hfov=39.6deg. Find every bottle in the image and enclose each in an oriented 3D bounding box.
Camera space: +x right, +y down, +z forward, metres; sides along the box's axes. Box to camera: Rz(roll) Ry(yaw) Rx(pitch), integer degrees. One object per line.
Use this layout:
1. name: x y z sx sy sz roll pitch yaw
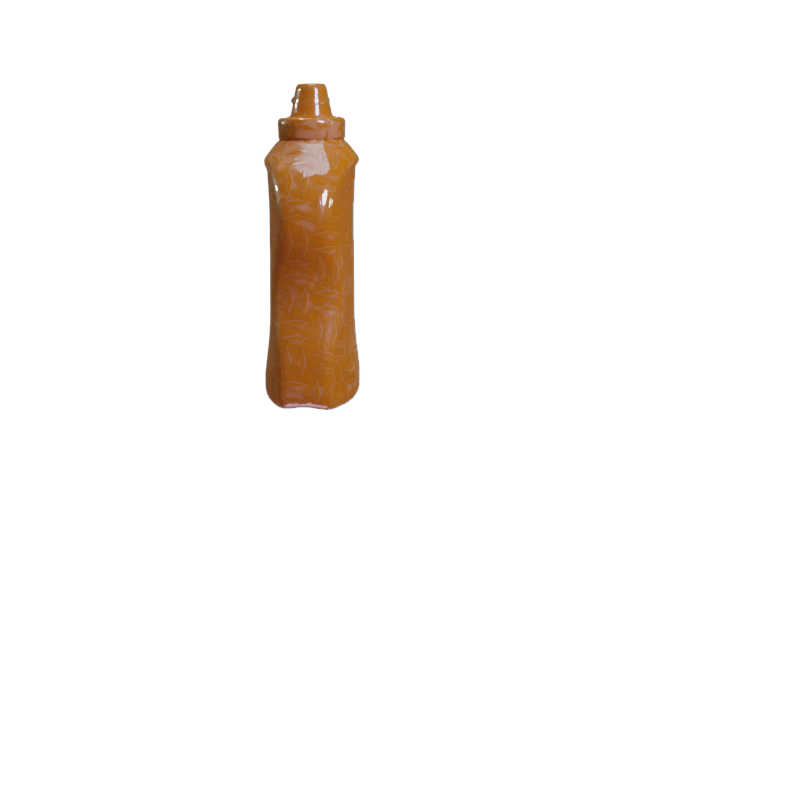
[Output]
1. bottle: -0.054 -0.097 0.680 0.059 0.188 0.097 1 8 5
